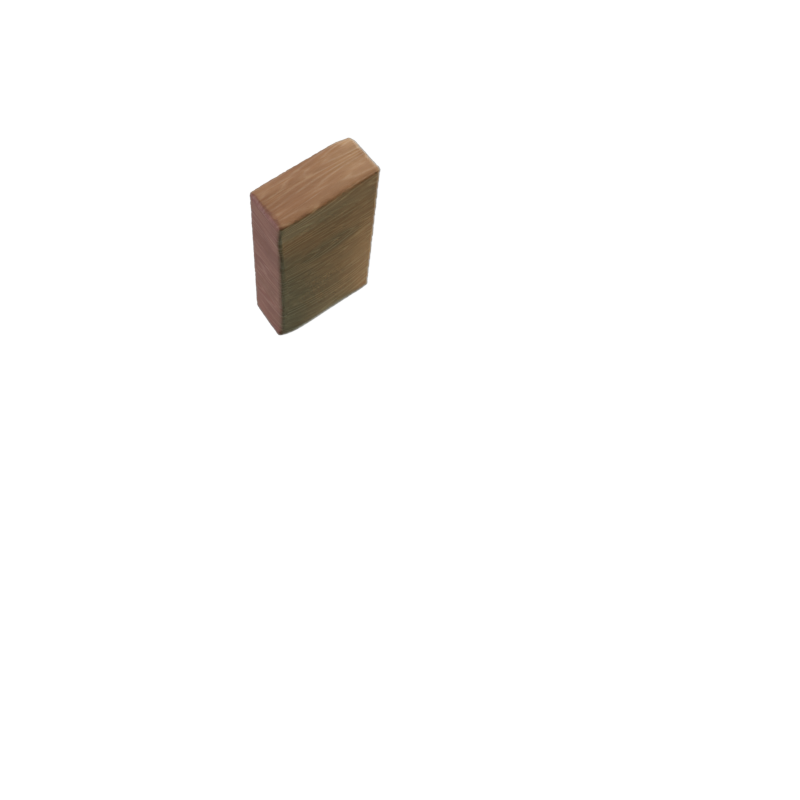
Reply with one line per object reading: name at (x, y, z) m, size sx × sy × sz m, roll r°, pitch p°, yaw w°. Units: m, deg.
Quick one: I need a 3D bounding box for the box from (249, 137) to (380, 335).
box at (-0.068, -0.124, 0.869) m, size 0.094 × 0.051 × 0.166 m, roll -34°, pitch -20°, yaw -19°
